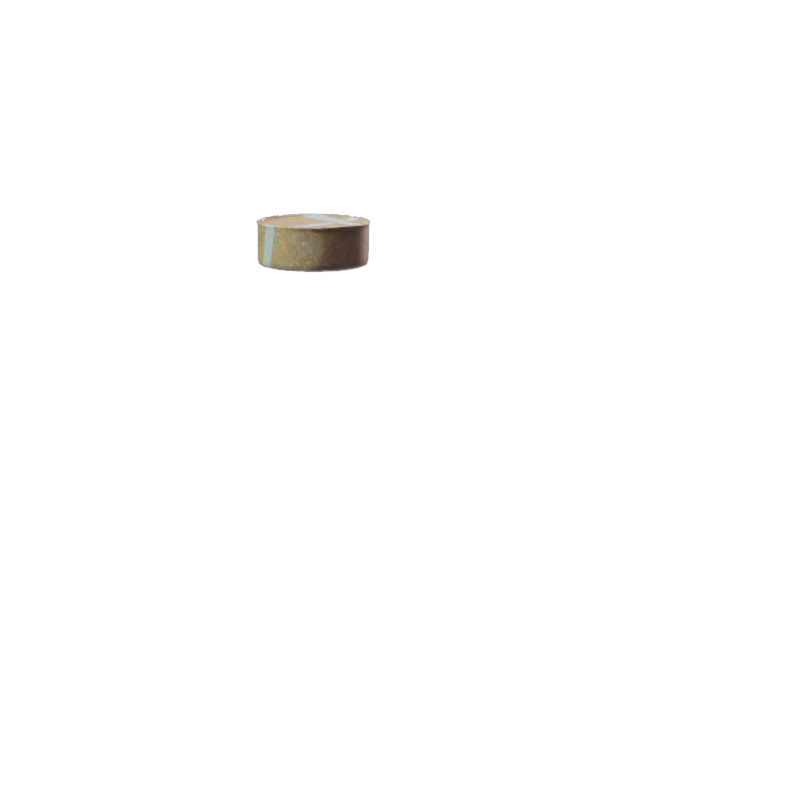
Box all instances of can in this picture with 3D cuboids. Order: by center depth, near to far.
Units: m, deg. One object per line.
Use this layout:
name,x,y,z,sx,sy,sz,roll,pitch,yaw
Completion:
can,-0.066,-0.120,0.840,0.086,0.033,0.088,0,15,-2
